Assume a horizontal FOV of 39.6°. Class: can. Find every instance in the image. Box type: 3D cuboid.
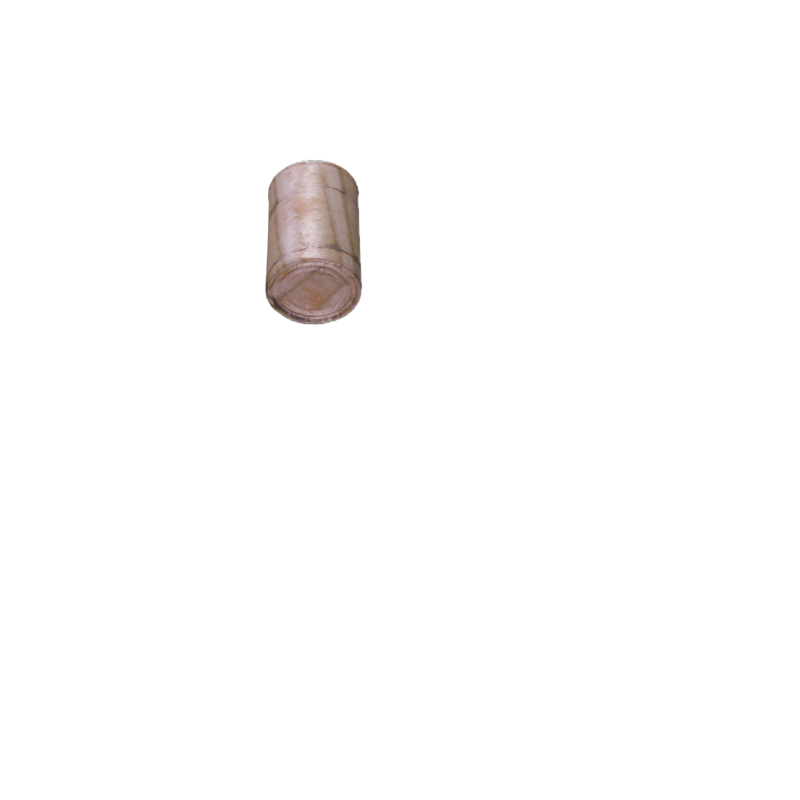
[{"bbox_3d":[-0.062,-0.113,0.790,0.068,0.110,0.064,-1,-42,-3],"label":"can"}]
